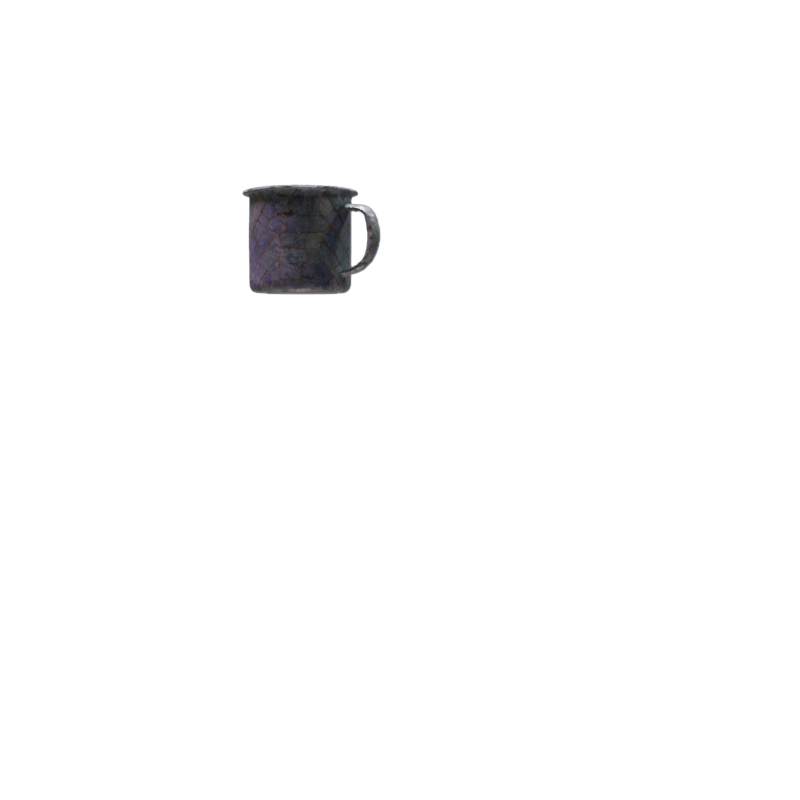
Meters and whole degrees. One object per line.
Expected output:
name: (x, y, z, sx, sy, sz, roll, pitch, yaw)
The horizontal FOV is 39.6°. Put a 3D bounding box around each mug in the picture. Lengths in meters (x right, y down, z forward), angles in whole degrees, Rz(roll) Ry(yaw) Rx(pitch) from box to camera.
mug: (-0.069, -0.126, 0.879, 0.121, 0.082, 0.090, 0, 0, 27)
